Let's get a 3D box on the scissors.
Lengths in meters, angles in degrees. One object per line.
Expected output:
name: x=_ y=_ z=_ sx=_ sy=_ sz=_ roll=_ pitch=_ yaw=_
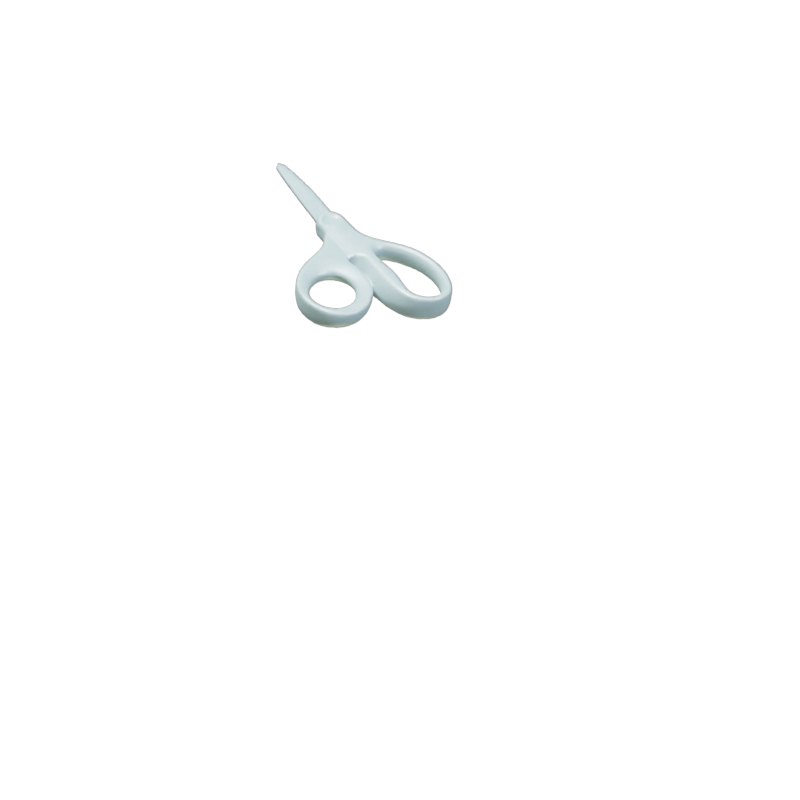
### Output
scissors: x=-0.053 y=-0.096 z=0.676 sx=0.095 sy=0.015 sz=0.217 roll=-24 pitch=42 yaw=-30
